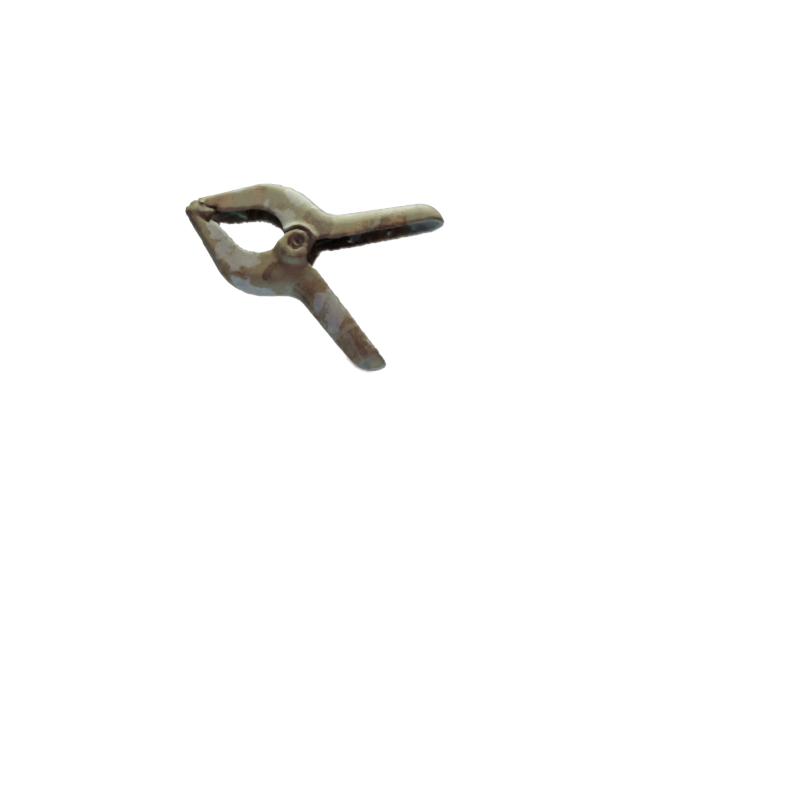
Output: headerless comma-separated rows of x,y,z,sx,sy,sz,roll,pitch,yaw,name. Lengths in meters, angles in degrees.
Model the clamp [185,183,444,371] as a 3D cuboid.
-0.059,-0.107,0.748,0.177,0.123,0.037,29,-22,13,clamp
